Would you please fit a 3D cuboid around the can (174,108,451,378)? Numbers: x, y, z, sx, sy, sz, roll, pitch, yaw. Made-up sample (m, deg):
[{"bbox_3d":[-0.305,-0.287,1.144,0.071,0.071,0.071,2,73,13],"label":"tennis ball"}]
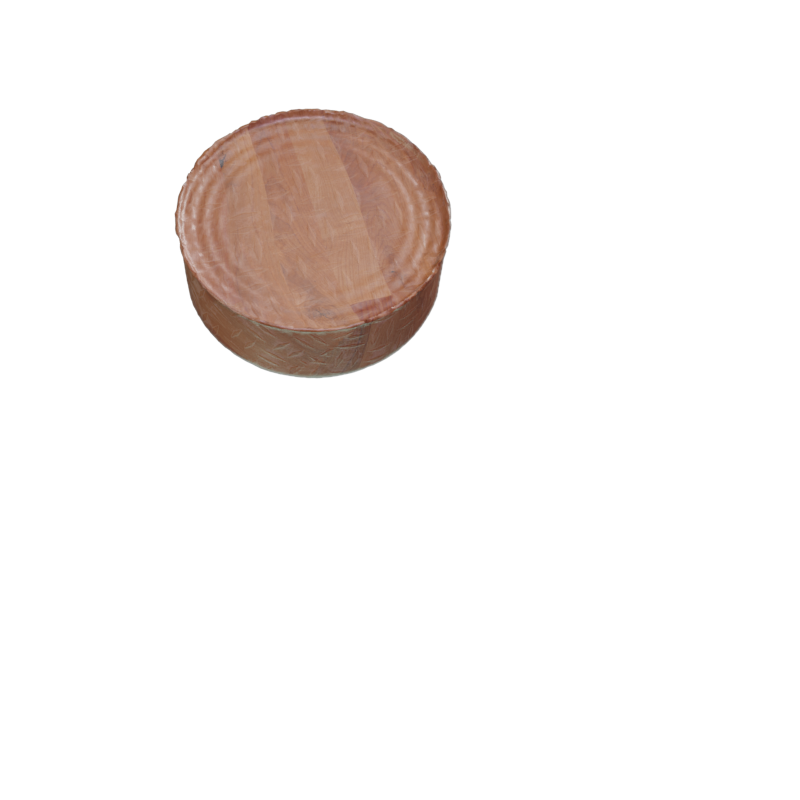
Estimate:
[{"bbox_3d":[-0.028,-0.051,0.357,0.086,0.092,0.031,-1,-32,-1],"label":"can"}]
